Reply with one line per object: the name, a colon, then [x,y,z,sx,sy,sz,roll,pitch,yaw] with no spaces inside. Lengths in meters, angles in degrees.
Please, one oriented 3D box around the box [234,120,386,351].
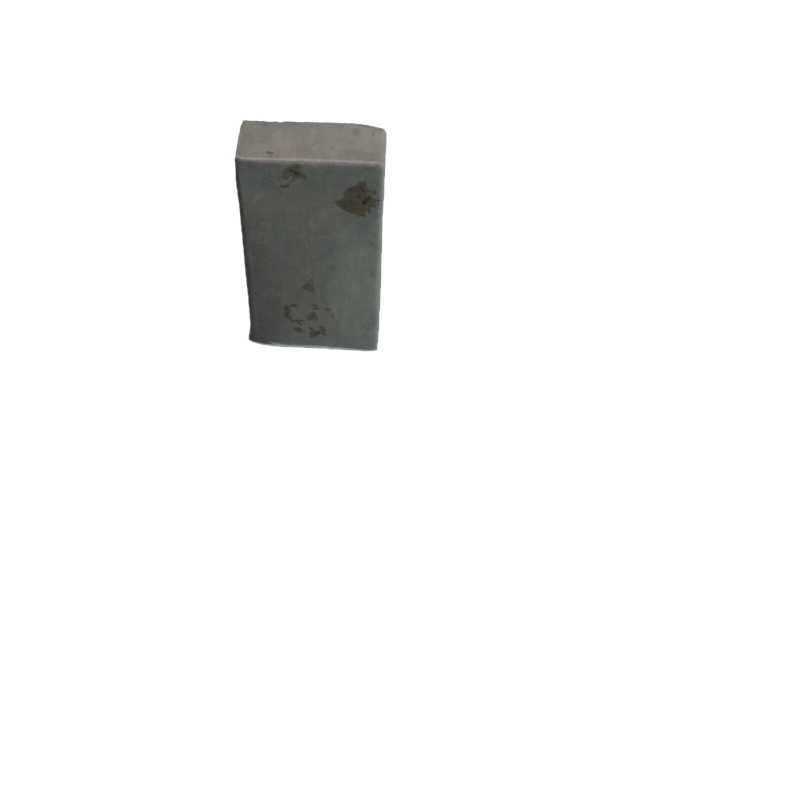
box: [-0.057,-0.105,0.737,0.094,0.051,0.164,4,-43,1]
